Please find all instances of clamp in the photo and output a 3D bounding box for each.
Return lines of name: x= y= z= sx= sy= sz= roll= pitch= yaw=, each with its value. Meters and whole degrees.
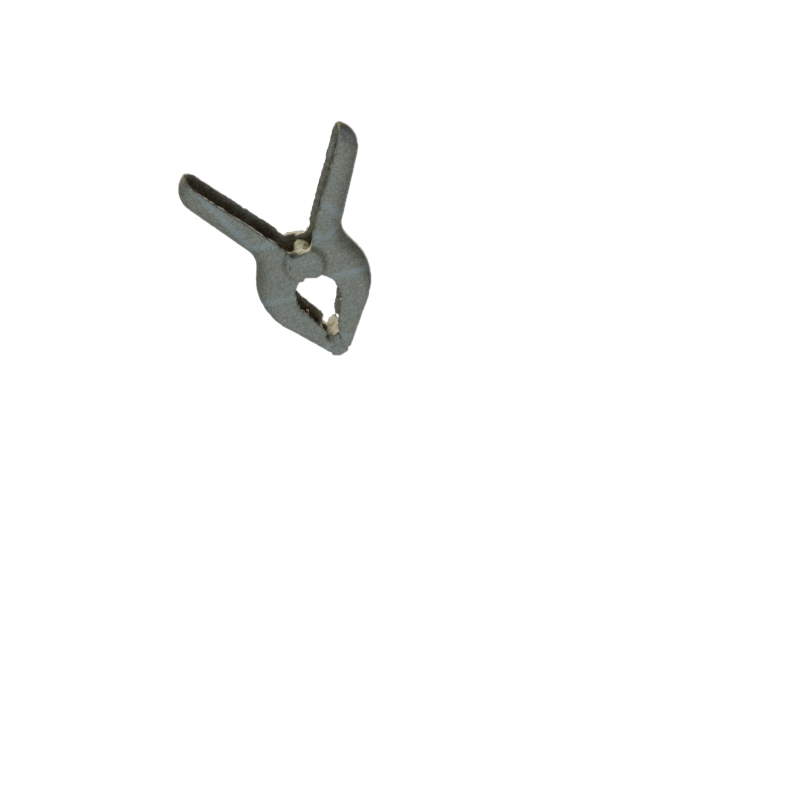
clamp: x=-0.059 y=-0.107 z=0.748 sx=0.121 sy=0.159 sz=0.042 roll=-21 pitch=36 yaw=16
